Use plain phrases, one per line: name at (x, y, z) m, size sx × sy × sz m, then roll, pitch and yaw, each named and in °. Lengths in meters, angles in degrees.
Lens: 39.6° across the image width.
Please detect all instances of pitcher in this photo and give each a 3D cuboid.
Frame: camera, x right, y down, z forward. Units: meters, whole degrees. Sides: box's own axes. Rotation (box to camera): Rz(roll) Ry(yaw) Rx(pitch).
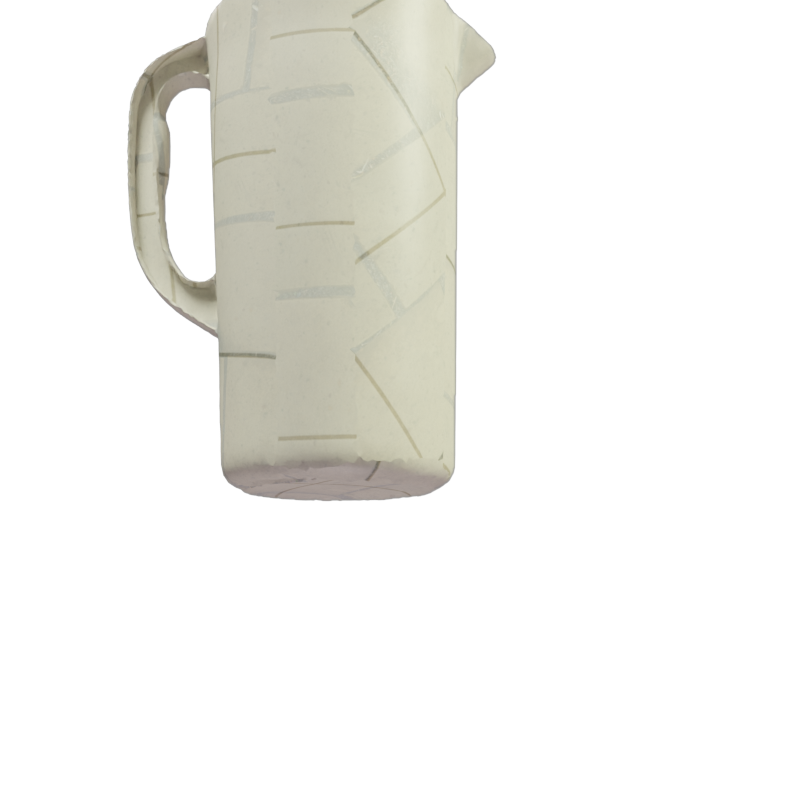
pitcher at (-0.043, -0.078, 0.548) m, size 0.137 × 0.253 × 0.151 m, roll 13°, pitch -21°, yaw -41°
